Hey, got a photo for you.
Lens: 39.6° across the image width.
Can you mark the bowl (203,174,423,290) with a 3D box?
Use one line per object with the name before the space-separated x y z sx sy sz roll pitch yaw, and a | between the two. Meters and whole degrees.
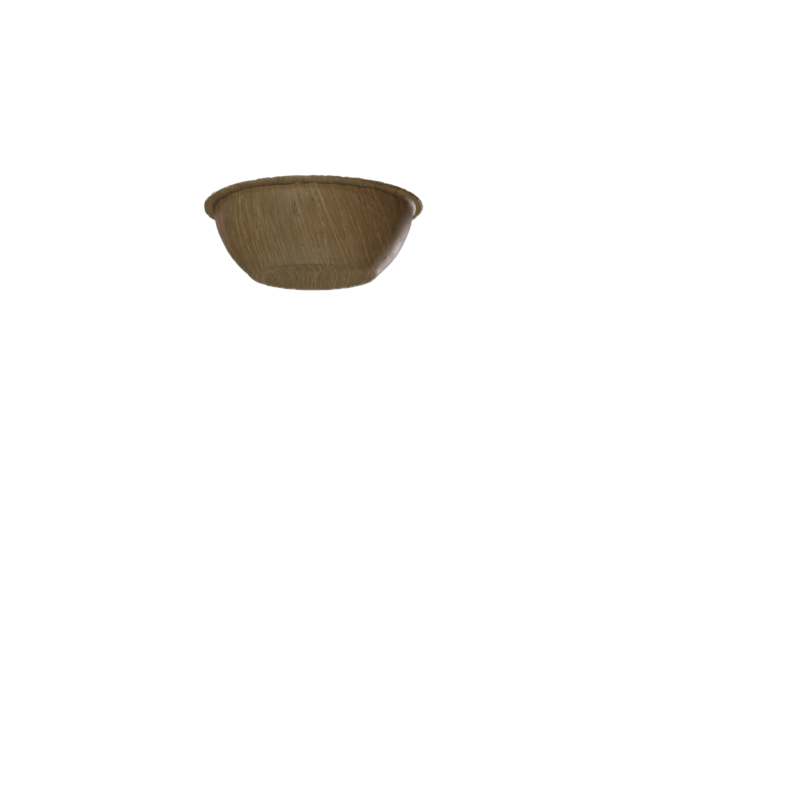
bowl | -0.064 -0.116 0.812 0.162 0.057 0.158 0 -7 -2
